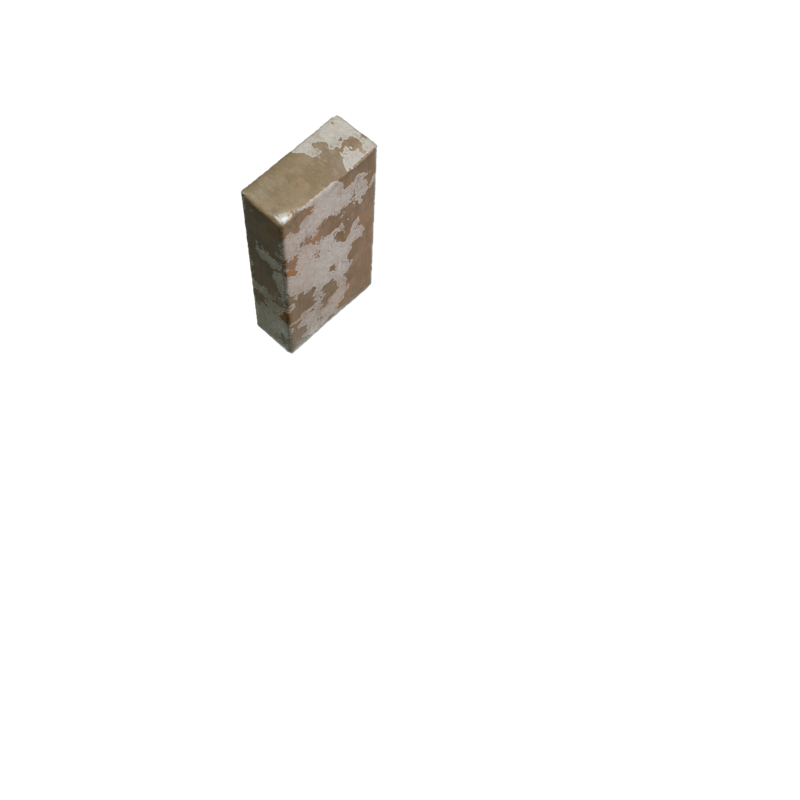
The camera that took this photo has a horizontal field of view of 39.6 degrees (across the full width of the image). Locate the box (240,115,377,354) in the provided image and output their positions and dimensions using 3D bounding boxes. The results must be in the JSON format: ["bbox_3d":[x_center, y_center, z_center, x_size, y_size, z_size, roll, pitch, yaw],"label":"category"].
[{"bbox_3d":[-0.062,-0.113,0.793,0.050,0.094,0.166,41,-22,14],"label":"box"}]
